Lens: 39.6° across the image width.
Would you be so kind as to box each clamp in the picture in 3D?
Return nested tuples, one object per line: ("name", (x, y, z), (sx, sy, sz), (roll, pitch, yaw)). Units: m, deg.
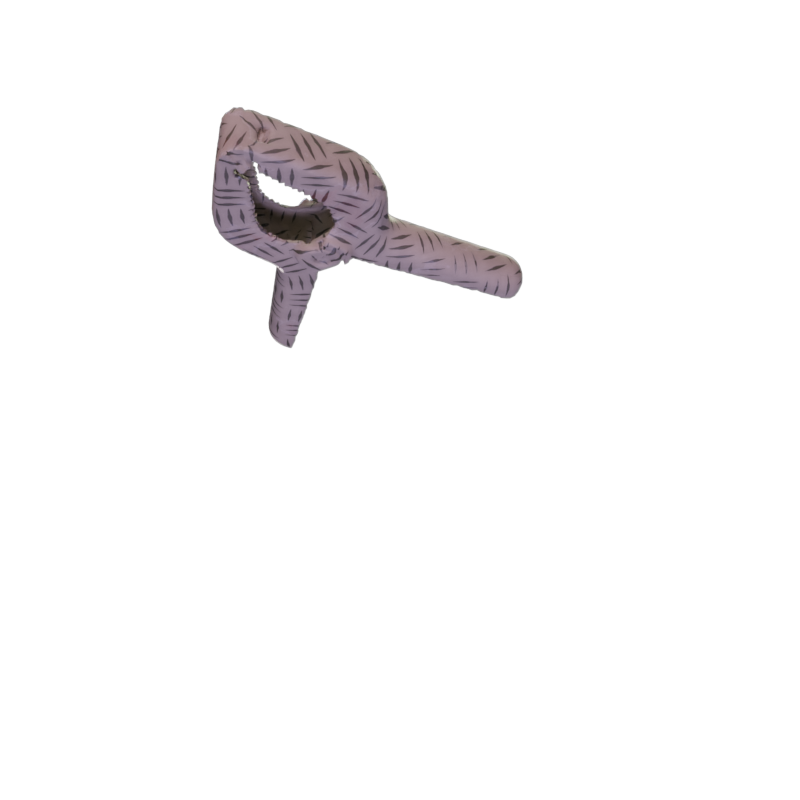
("clamp", (-0.048, -0.088, 0.618), (0.166, 0.039, 0.195), (-16, -31, 29))
